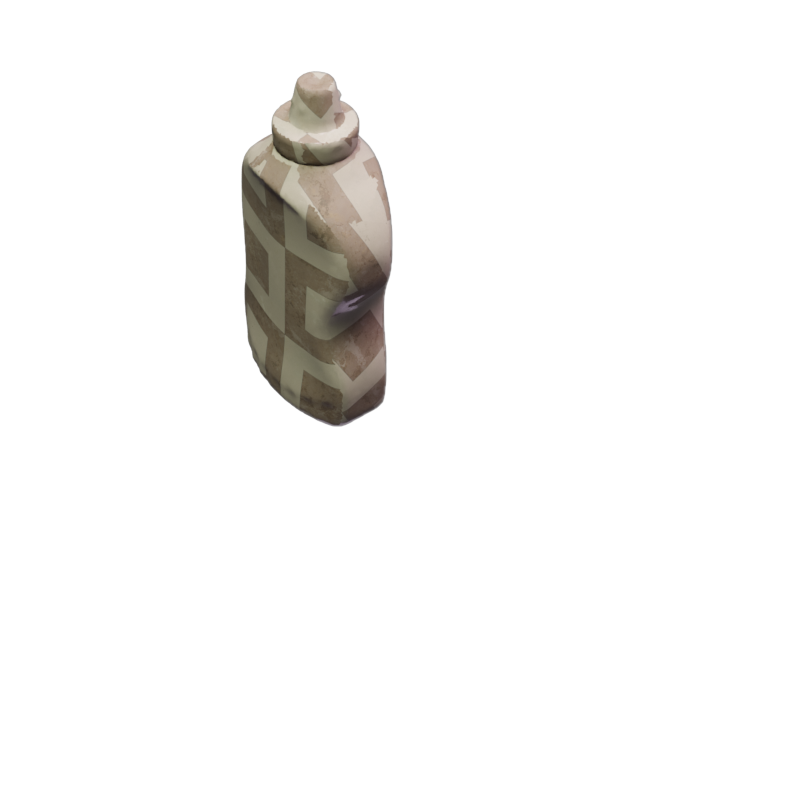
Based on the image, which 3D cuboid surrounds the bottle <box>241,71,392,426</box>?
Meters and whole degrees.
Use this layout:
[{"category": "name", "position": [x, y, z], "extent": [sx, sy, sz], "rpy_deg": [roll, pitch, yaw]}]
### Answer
[{"category": "bottle", "position": [-0.044, -0.080, 0.562], "extent": [0.058, 0.179, 0.103], "rpy_deg": [-24, 51, -25]}]
